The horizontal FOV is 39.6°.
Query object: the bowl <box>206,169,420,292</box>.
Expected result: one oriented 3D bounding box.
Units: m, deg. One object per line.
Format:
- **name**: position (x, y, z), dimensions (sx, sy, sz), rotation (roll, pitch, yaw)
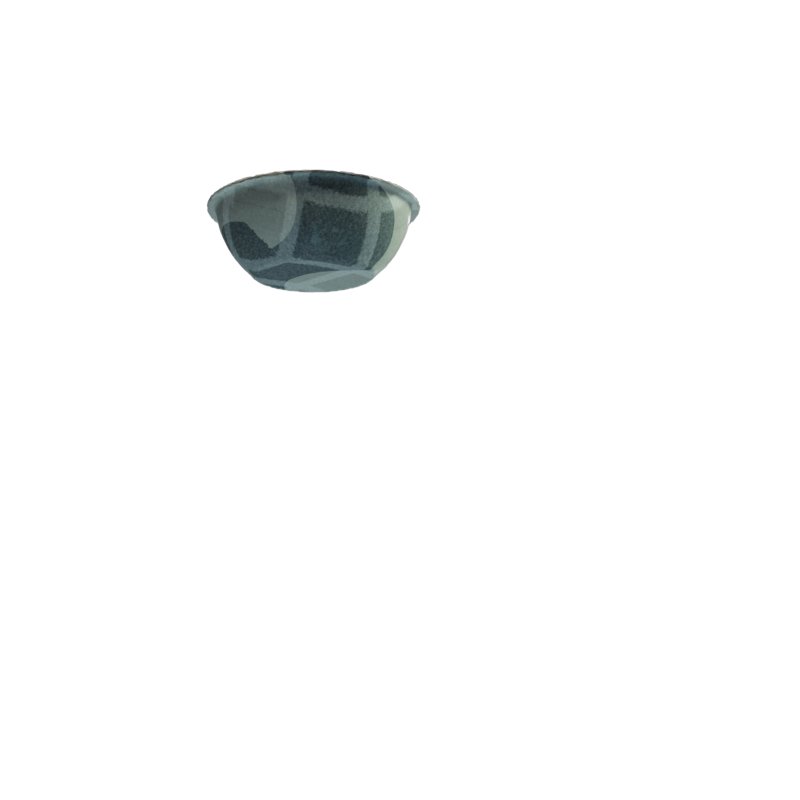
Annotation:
- **bowl**: position (-0.065, -0.119, 0.831), dimensions (0.162, 0.057, 0.157), rotation (0, -11, -2)
